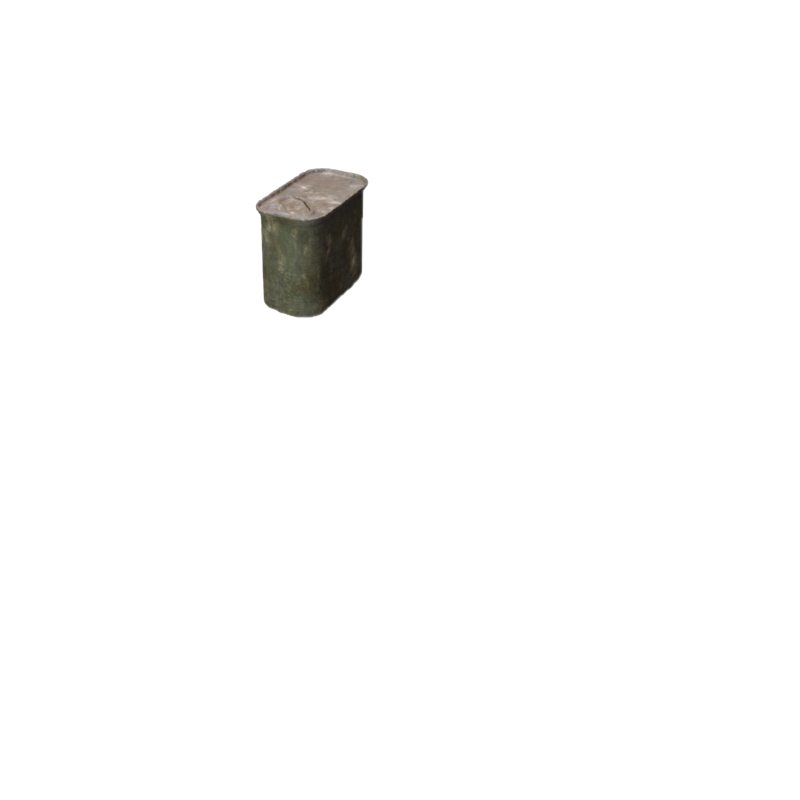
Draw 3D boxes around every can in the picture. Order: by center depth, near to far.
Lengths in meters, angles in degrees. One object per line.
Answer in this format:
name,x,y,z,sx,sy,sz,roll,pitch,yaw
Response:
can,-0.067,-0.123,0.859,0.060,0.079,0.104,13,31,21
